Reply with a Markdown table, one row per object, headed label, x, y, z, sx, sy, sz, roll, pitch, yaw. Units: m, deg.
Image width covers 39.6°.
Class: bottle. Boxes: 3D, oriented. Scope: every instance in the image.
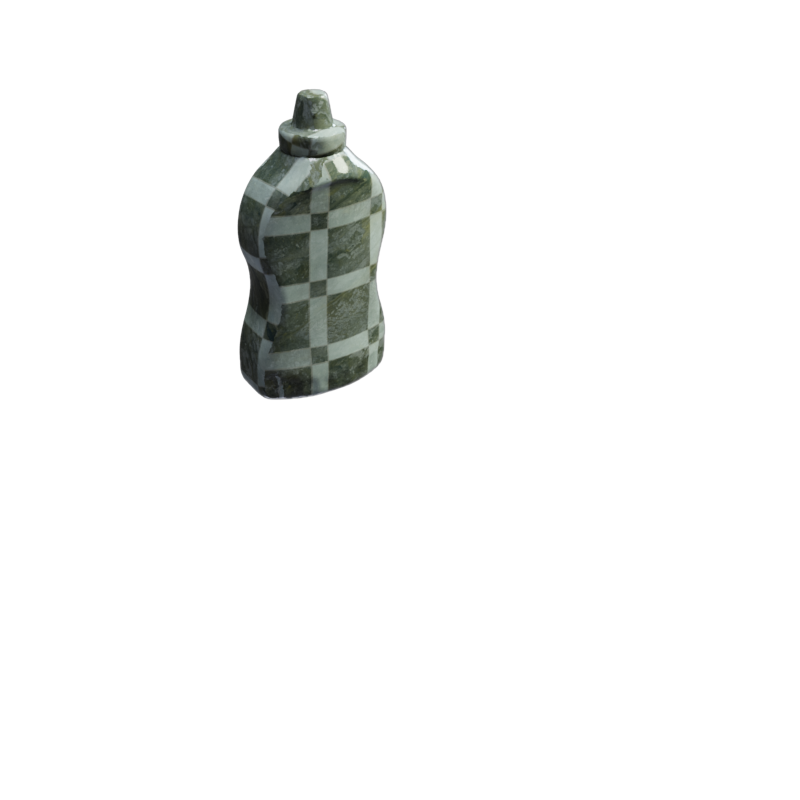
| label | x | y | z | sx | sy | sz | roll | pitch | yaw |
| --- | --- | --- | --- | --- | --- | --- | --- | --- | --- |
| bottle | -0.054 | -0.099 | 0.690 | 0.094 | 0.181 | 0.063 | -14 | 31 | -28 |
